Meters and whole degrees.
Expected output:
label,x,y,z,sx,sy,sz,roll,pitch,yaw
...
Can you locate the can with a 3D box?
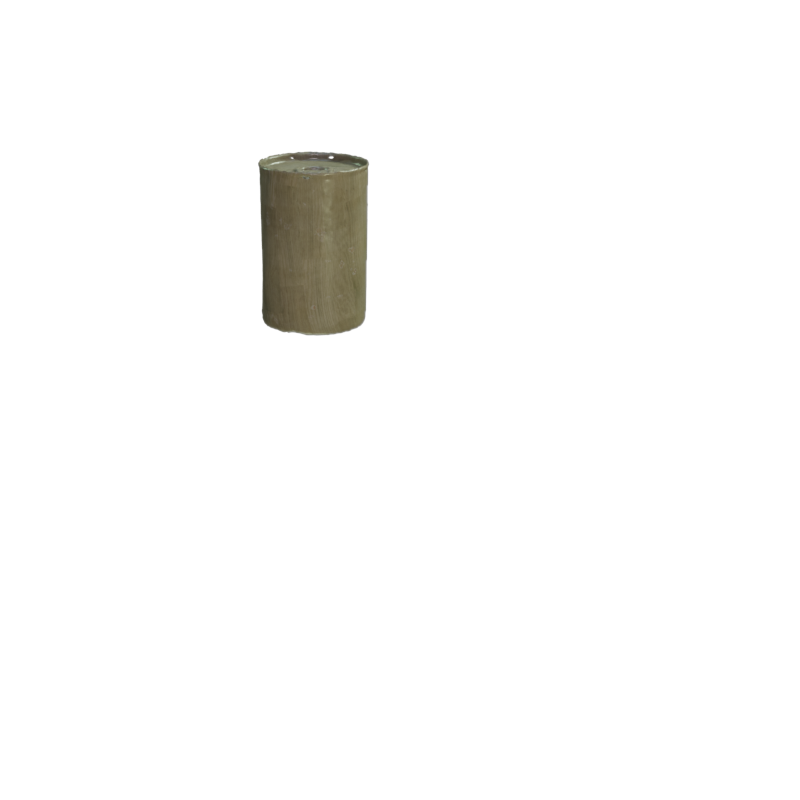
label,x,y,z,sx,sy,sz,roll,pitch,yaw
can,-0.054,-0.099,0.691,0.068,0.098,0.071,0,17,-2
